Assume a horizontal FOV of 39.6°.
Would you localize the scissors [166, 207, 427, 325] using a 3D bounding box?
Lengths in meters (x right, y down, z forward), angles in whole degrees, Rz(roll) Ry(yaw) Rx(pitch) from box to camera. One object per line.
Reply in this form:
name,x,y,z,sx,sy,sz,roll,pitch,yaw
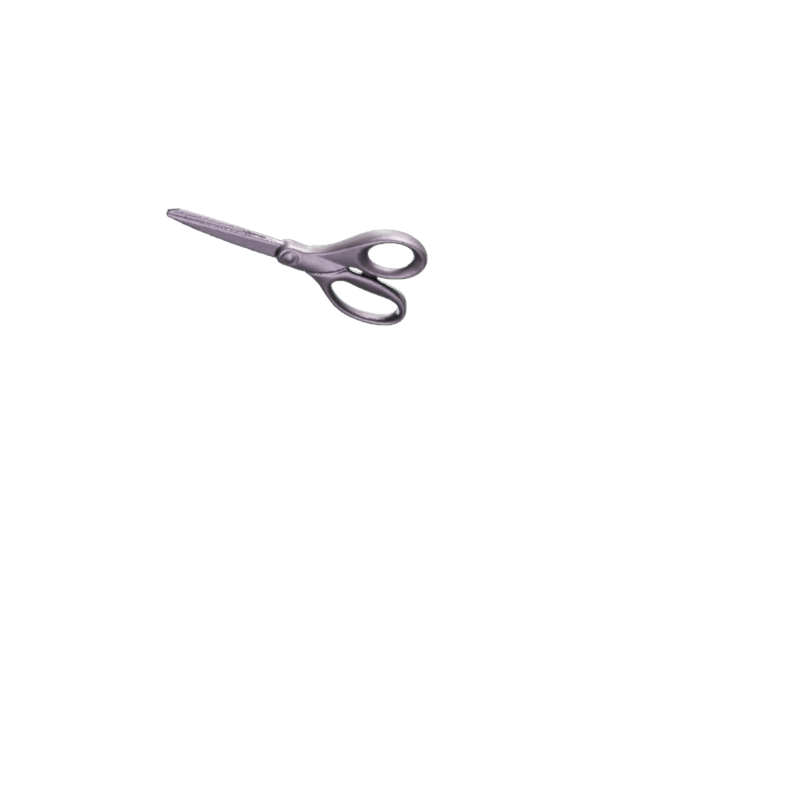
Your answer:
scissors,-0.065,-0.118,0.826,0.191,0.017,0.094,31,-55,-25
